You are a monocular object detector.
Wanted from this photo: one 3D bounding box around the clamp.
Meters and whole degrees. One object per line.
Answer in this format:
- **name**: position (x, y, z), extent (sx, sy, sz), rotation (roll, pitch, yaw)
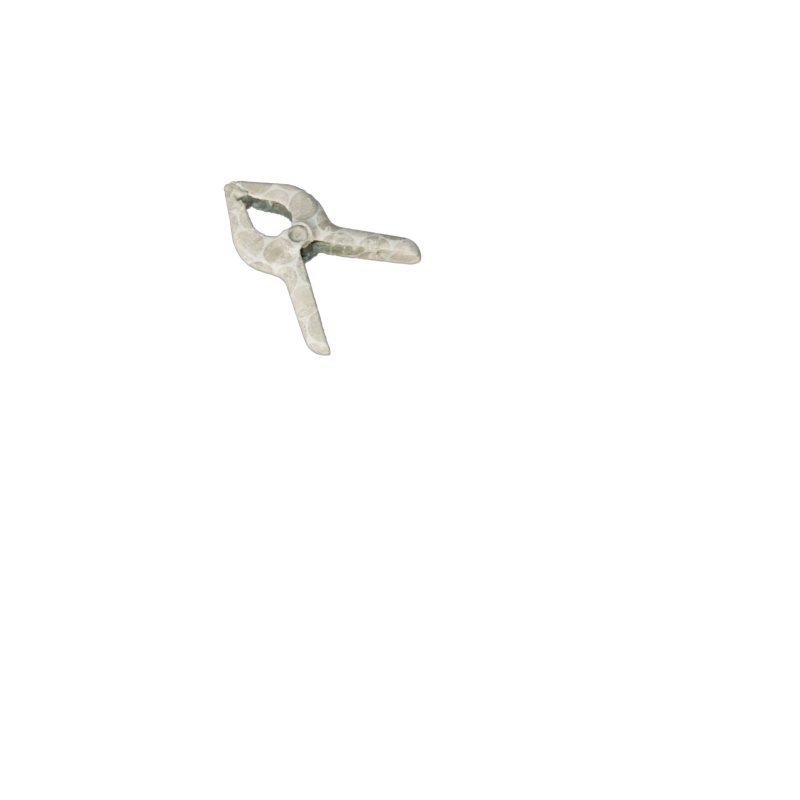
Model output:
- **clamp**: position (-0.071, -0.129, 0.902), extent (0.121, 0.181, 0.037), rotation (-35, -23, -17)
